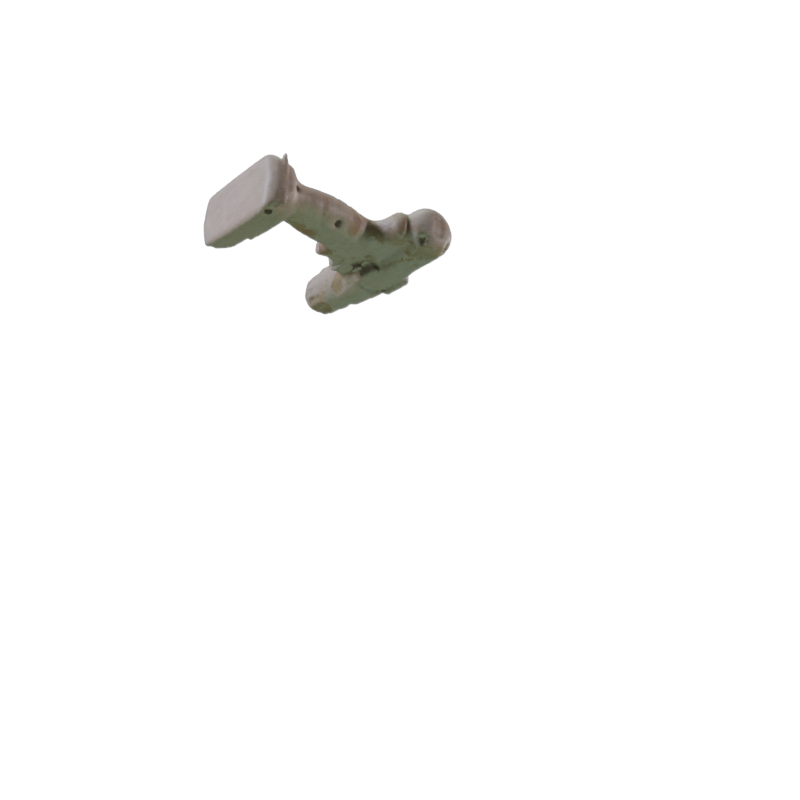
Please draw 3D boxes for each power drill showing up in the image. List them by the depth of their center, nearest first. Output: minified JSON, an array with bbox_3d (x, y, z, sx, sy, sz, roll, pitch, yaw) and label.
[{"bbox_3d":[-0.077,-0.141,0.986,0.177,0.061,0.184,18,-30,-35],"label":"power drill"}]
